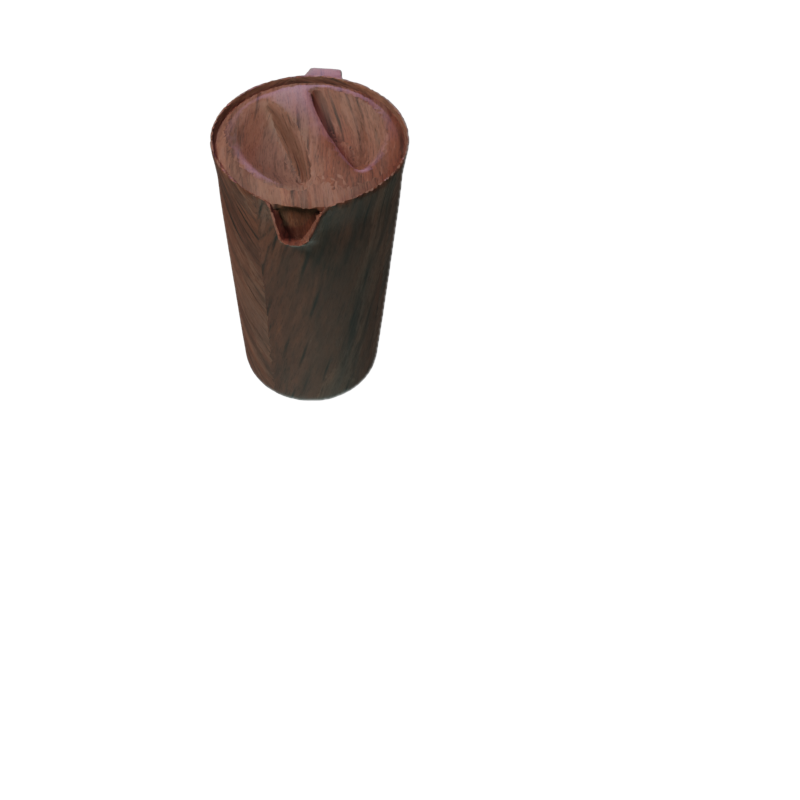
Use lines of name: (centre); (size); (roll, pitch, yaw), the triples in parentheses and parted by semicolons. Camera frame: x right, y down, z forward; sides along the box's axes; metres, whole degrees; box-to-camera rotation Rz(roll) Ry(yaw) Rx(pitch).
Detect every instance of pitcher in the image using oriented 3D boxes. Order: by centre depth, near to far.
pitcher: (-0.065, -0.119, 0.831); (0.150, 0.227, 0.155); (-33, 60, -26)
